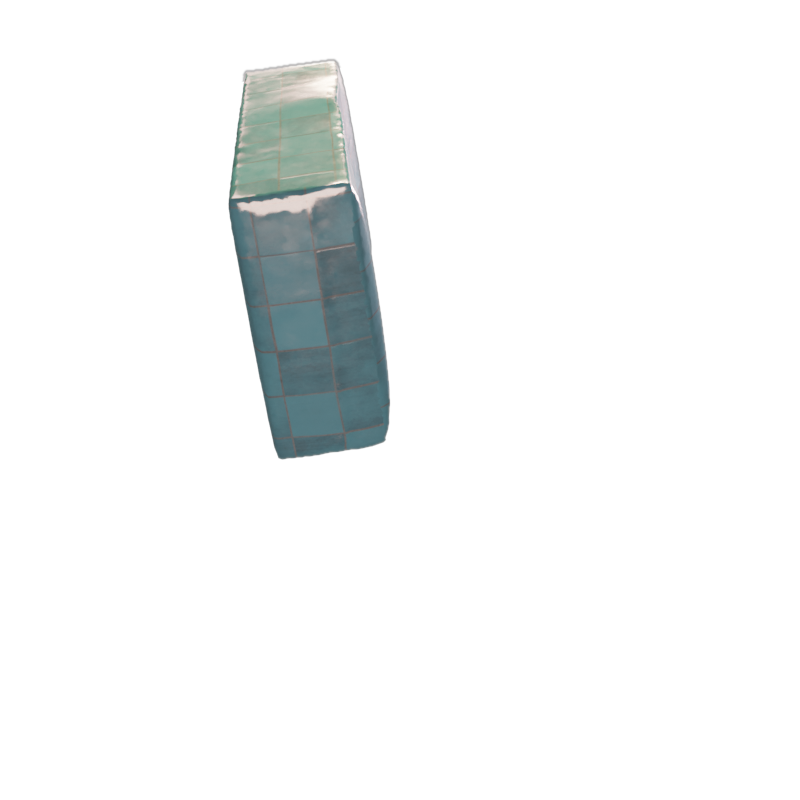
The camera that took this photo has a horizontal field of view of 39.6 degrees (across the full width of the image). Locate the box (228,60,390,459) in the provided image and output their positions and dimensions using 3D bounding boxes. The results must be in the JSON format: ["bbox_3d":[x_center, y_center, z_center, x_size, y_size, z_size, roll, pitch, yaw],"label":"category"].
[{"bbox_3d":[-0.053,-0.096,0.675,0.072,0.154,0.227,-8,31,1],"label":"box"}]
